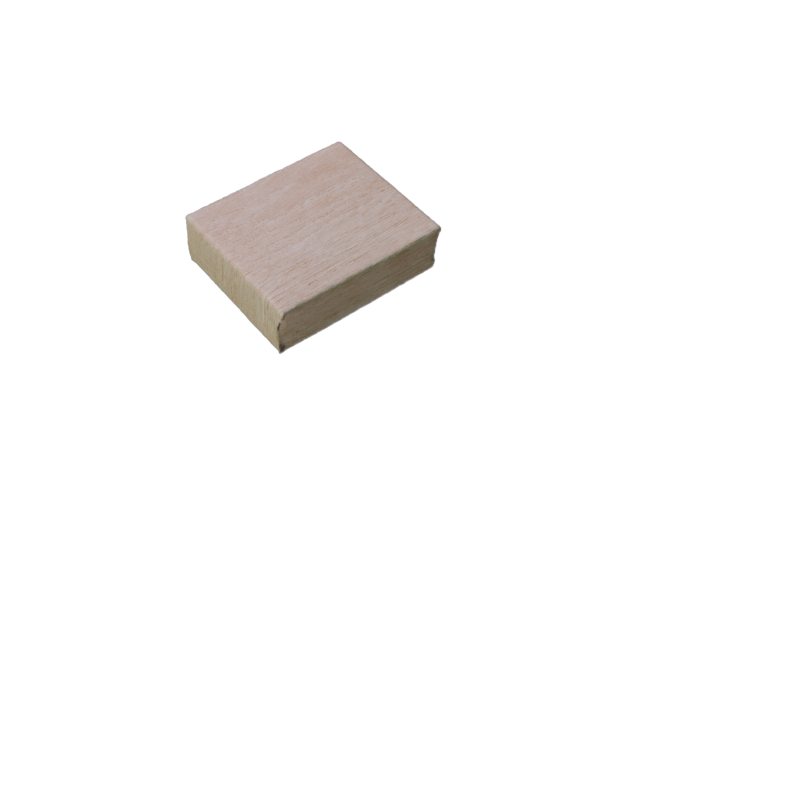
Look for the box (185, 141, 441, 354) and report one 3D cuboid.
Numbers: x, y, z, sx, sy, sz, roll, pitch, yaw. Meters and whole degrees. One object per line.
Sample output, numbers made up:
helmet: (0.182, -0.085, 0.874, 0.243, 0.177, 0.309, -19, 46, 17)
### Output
box: (-0.048, -0.088, 0.617, 0.114, 0.036, 0.096, -32, 57, -25)
